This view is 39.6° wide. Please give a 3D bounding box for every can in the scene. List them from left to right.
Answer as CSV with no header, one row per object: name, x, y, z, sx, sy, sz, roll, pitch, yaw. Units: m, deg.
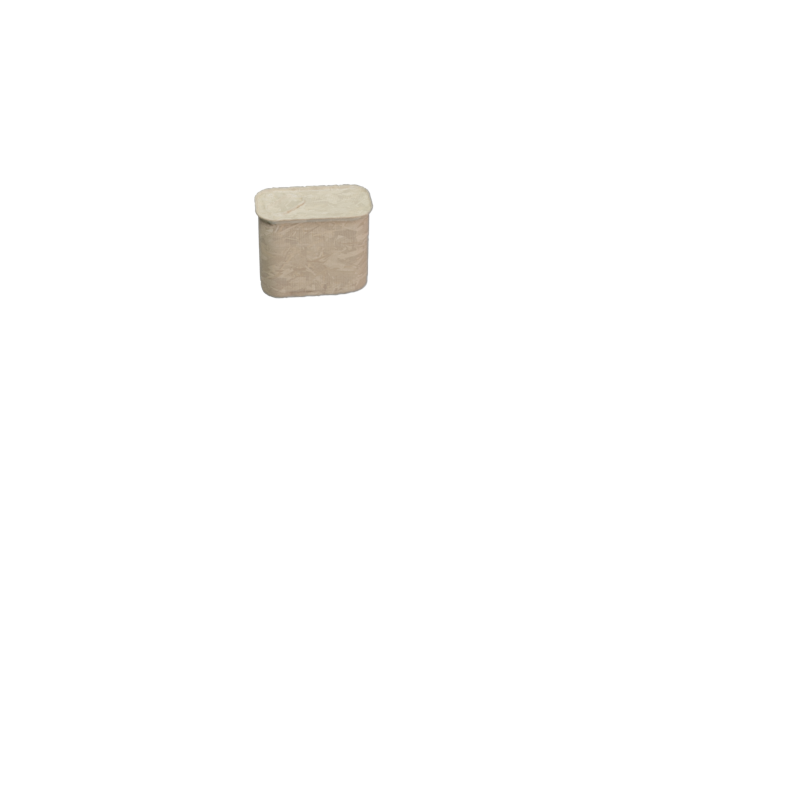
can,-0.077,-0.140,0.982,0.101,0.078,0.062,-3,35,-6
